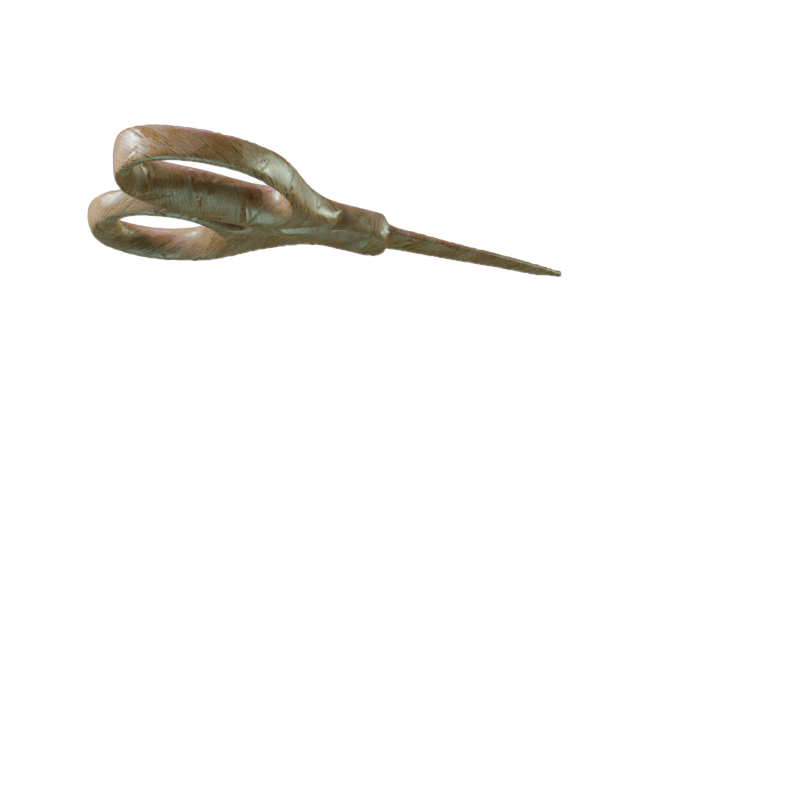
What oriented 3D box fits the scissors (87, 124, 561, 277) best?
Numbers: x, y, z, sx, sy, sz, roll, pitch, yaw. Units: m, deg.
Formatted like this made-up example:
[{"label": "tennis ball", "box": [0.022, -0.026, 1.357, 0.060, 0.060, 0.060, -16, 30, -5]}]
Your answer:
[{"label": "scissors", "box": [-0.034, -0.062, 0.437, 0.190, 0.016, 0.097, 15, -22, -43]}]
